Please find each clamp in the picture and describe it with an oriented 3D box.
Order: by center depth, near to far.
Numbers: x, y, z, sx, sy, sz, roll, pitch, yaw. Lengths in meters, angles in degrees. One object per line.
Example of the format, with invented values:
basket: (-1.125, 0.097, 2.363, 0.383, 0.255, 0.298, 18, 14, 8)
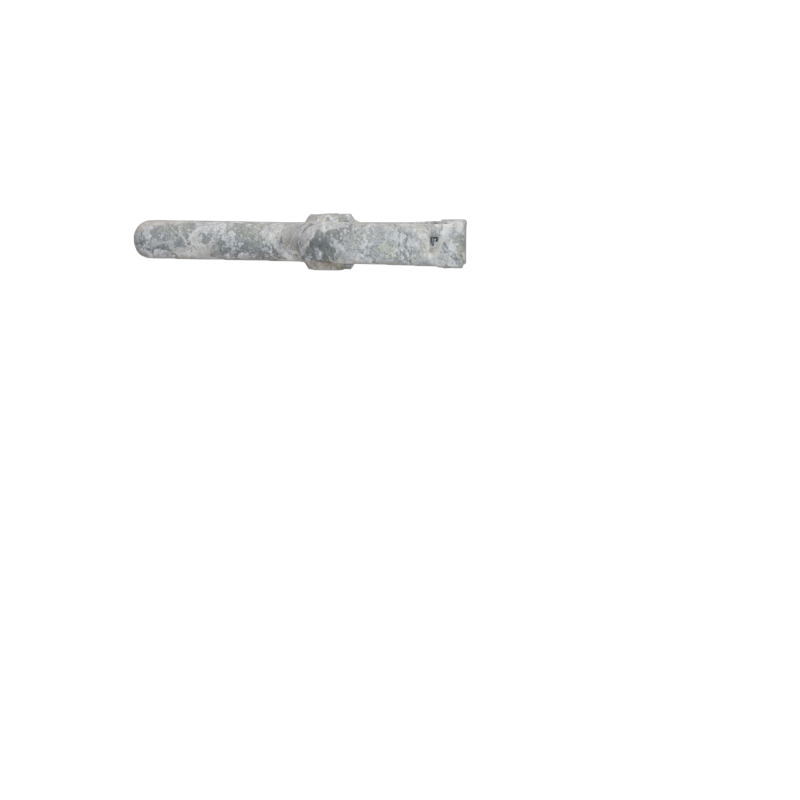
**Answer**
clamp: (-0.055, -0.101, 0.708, 0.220, 0.036, 0.159, 9, 13, 44)
